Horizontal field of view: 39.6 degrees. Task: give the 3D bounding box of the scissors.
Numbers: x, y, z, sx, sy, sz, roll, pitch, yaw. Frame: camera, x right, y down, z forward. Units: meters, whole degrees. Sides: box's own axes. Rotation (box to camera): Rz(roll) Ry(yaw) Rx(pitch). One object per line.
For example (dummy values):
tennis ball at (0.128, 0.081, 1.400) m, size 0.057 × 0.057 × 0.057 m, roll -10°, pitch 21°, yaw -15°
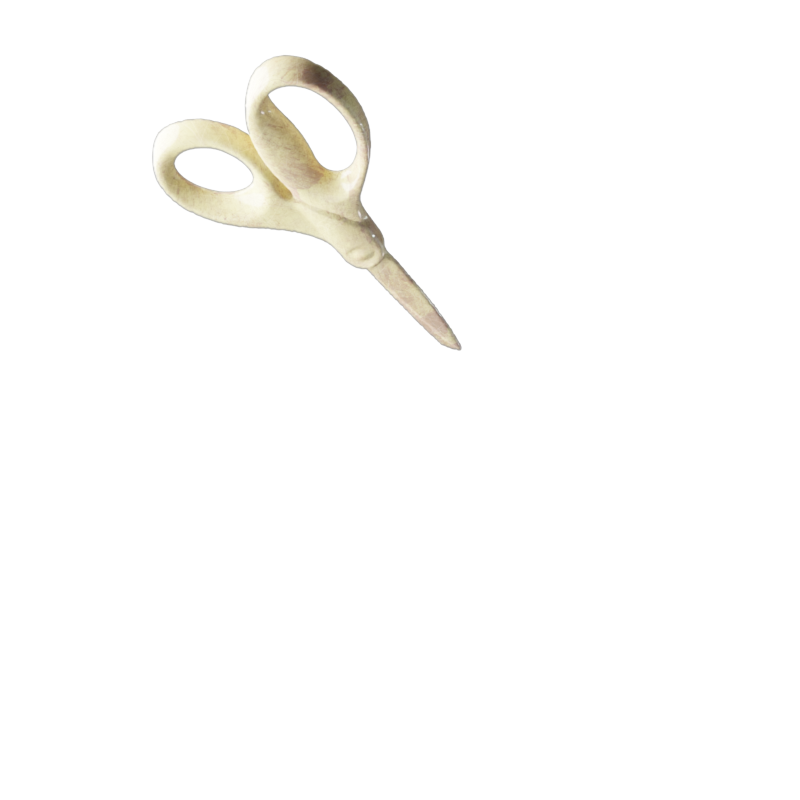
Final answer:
scissors at (-0.038, -0.068, 0.479) m, size 0.097 × 0.017 × 0.186 m, roll -8°, pitch -34°, yaw 11°
